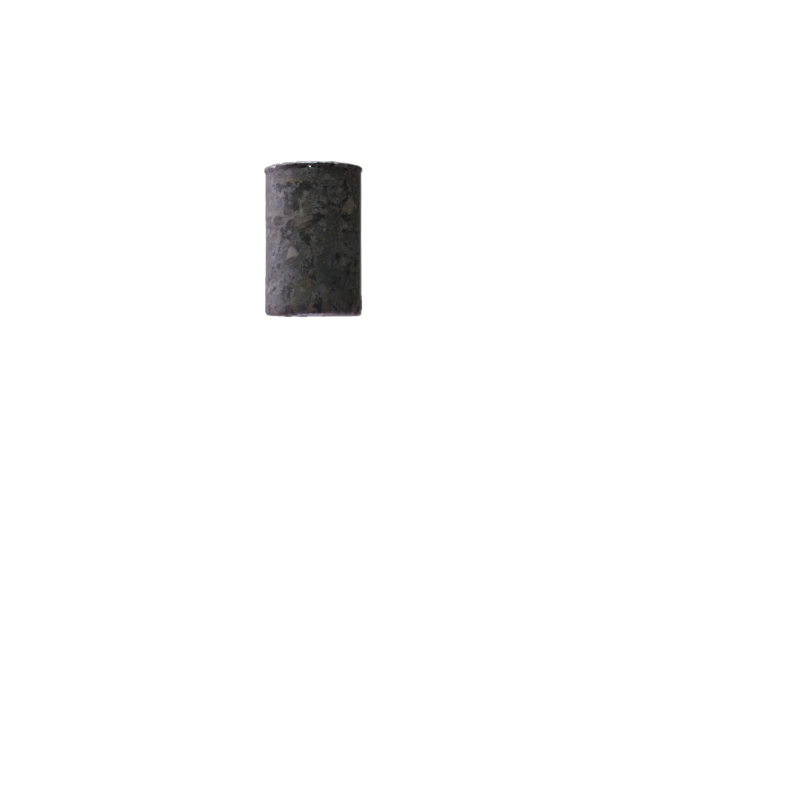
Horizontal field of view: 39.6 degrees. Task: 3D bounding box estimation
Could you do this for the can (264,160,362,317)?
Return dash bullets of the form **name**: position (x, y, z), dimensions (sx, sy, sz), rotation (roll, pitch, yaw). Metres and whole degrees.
- **can**: position (-0.060, -0.109, 0.761), dimensions (0.068, 0.103, 0.068), rotation (0, -3, -2)
